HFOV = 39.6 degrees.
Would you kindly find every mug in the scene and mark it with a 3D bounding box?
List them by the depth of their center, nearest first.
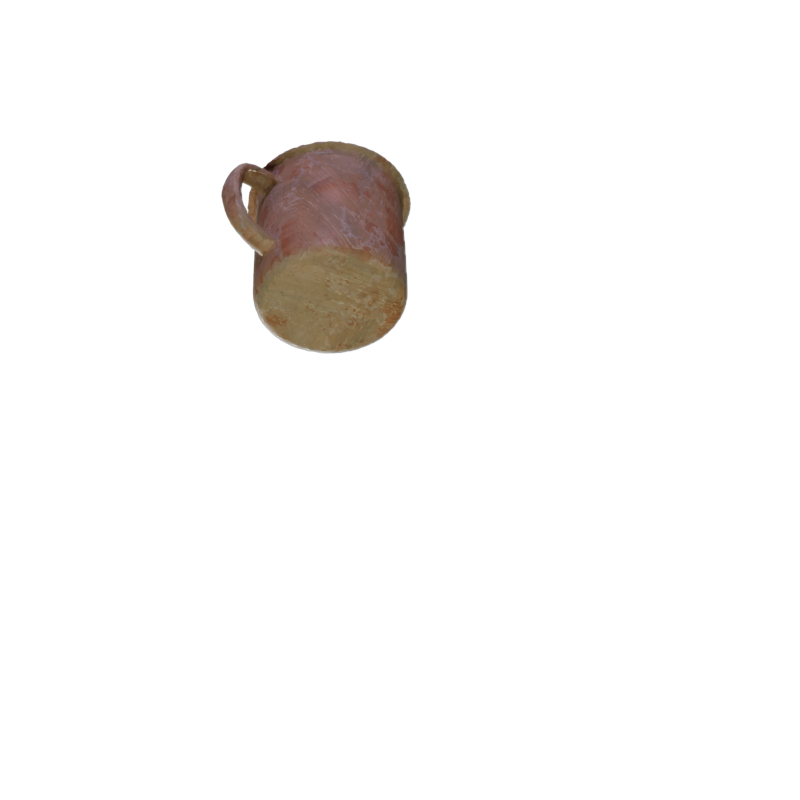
[{"bbox_3d":[-0.047,-0.086,0.600,0.110,0.087,0.092,33,-55,-30],"label":"mug"}]
